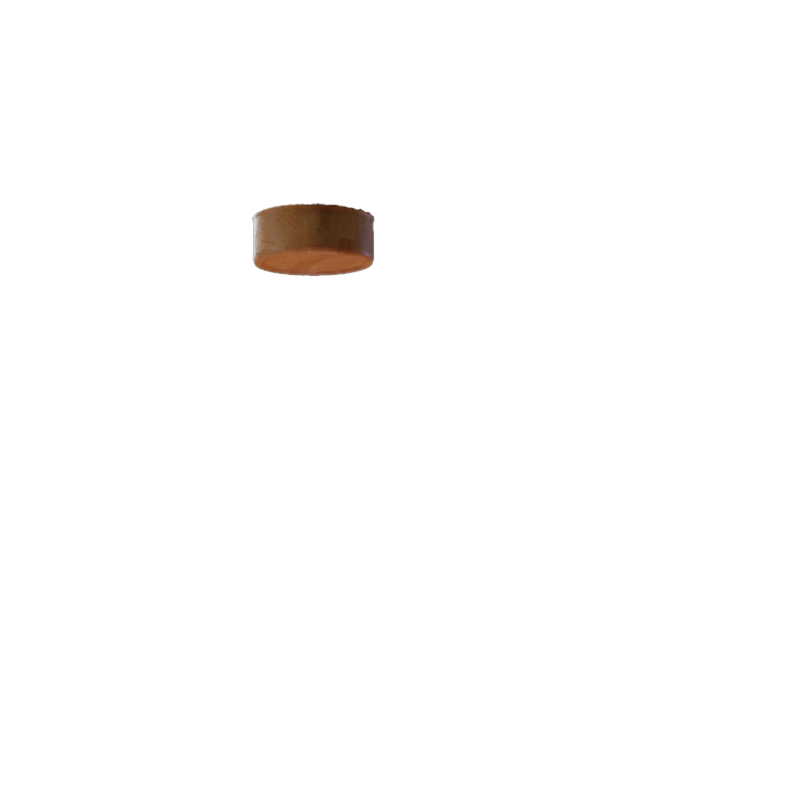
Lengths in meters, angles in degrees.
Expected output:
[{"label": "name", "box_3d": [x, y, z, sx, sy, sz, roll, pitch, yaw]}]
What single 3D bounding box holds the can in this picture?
[{"label": "can", "box_3d": [-0.060, -0.110, 0.772, 0.086, 0.034, 0.084, 0, -6, -2]}]
